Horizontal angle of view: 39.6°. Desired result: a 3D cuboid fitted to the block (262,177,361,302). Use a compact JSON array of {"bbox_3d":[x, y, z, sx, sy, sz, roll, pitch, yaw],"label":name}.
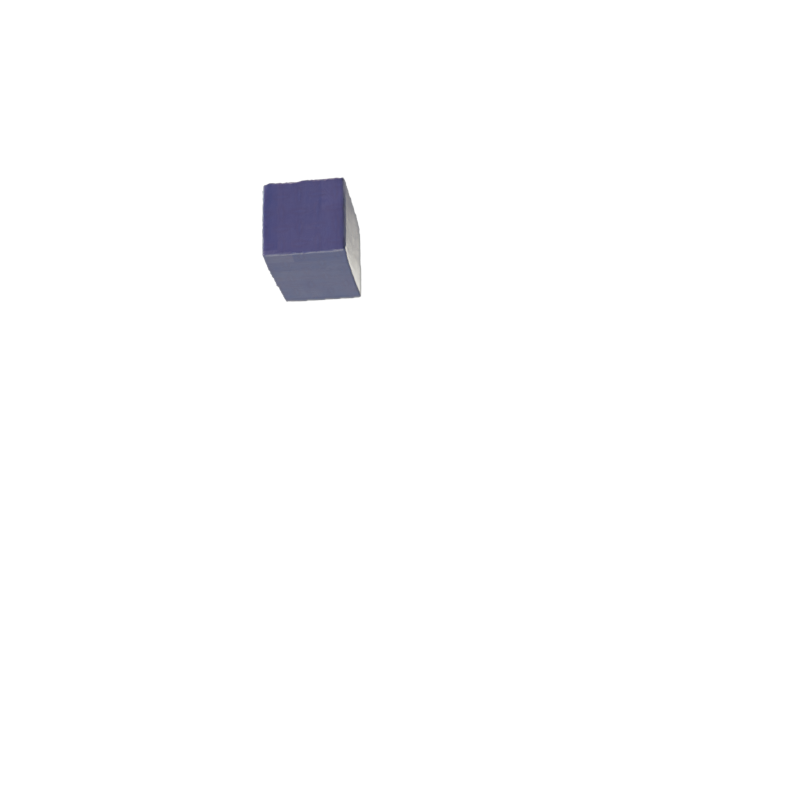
[{"bbox_3d":[-0.056,-0.101,0.710,0.053,0.054,0.073,-3,-20,6],"label":"block"}]
